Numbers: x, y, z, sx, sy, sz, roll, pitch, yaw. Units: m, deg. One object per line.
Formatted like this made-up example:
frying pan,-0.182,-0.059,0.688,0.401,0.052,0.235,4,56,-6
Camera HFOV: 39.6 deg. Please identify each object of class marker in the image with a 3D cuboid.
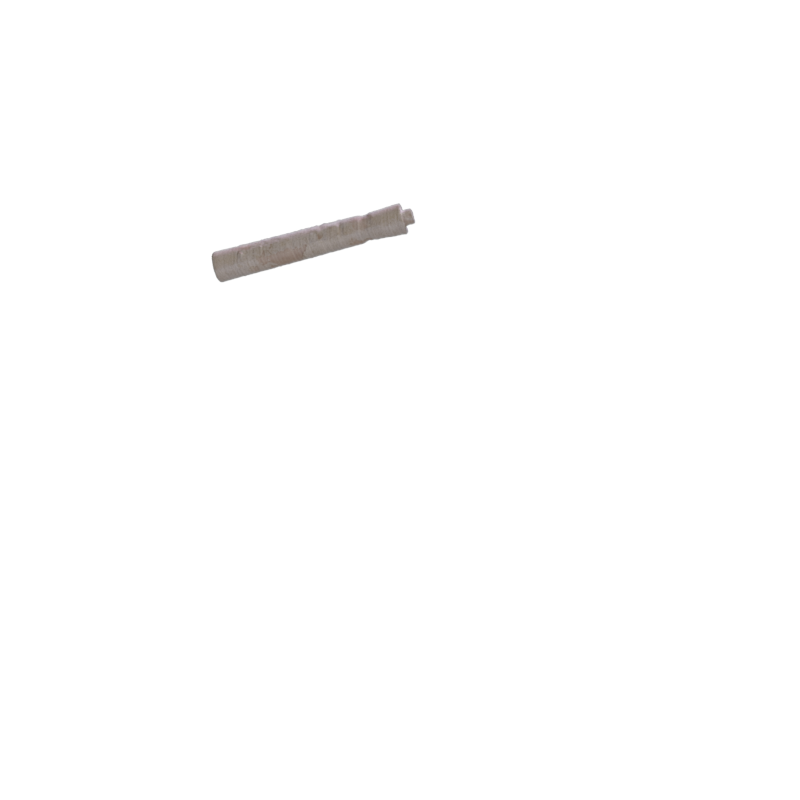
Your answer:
marker,-0.051,-0.093,0.651,0.122,0.020,0.020,-13,2,9
